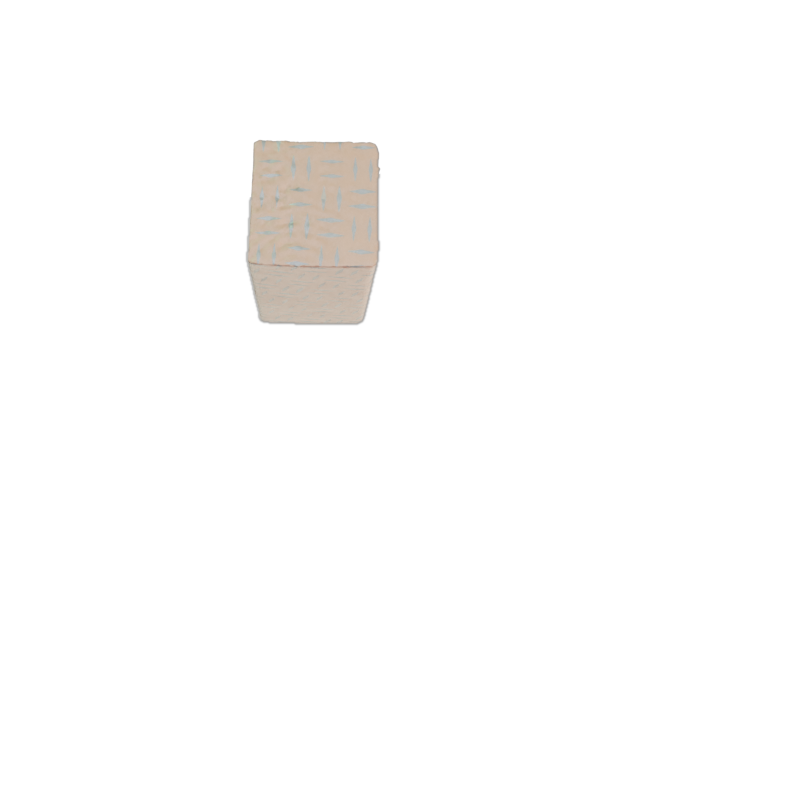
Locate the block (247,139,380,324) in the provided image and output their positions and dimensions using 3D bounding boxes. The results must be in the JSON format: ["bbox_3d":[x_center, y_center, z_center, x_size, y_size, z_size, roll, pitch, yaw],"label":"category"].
[{"bbox_3d":[-0.066,-0.122,0.855,0.090,0.093,0.201,1,-9,-4],"label":"block"}]
